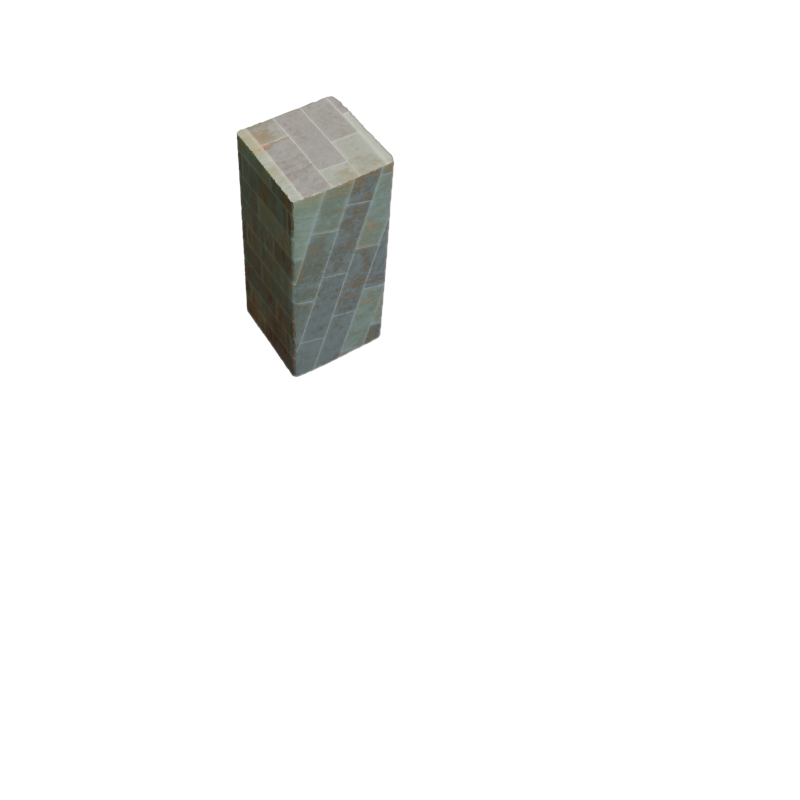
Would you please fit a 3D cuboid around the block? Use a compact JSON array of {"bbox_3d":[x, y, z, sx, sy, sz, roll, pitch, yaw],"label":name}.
[{"bbox_3d":[-0.069,-0.128,0.894,0.090,0.098,0.192,-25,-34,-22],"label":"block"}]
